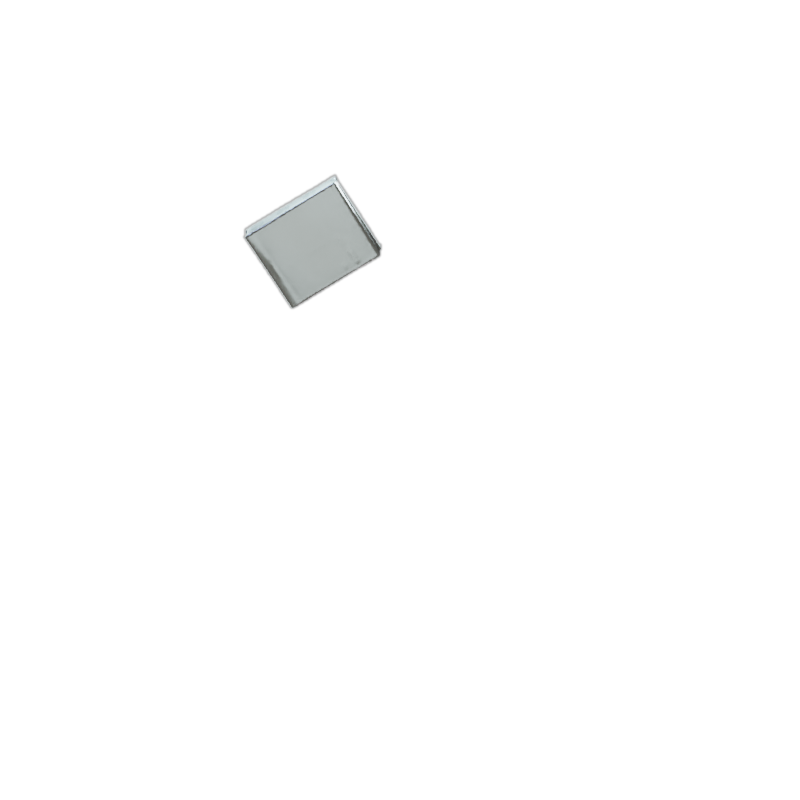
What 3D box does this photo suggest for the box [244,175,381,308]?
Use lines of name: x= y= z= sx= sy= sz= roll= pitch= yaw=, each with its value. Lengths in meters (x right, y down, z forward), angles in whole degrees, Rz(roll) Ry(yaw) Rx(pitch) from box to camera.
box: x=-0.071 y=-0.129 z=0.905 sx=0.089 sy=0.070 sz=0.031 roll=-31 pitch=16 yaw=9
